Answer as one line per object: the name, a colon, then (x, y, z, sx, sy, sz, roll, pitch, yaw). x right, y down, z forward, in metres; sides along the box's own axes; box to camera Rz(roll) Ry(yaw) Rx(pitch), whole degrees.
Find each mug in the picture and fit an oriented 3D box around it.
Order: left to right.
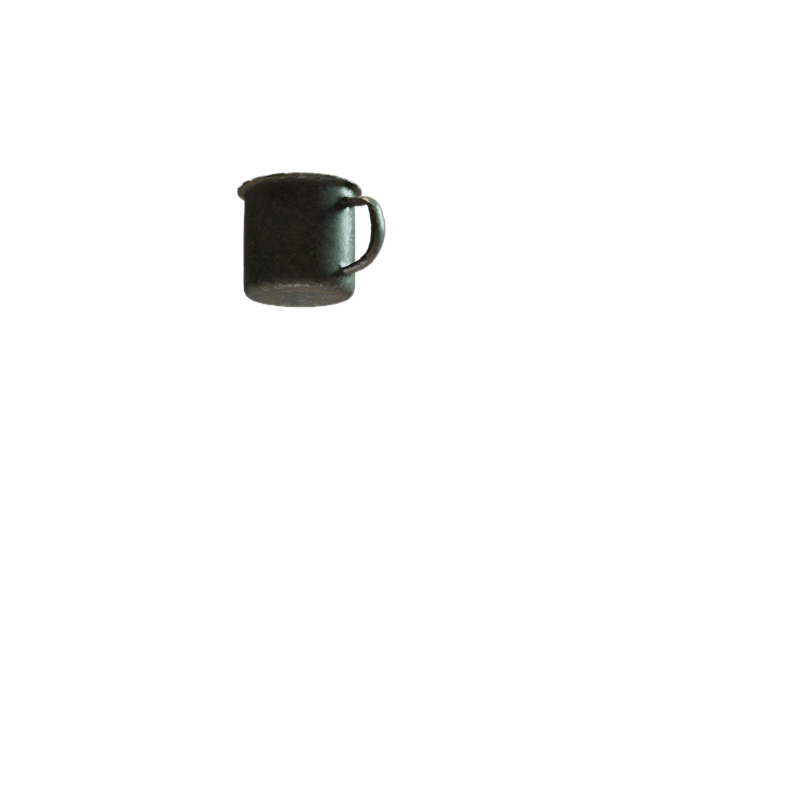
mug: (-0.063, -0.115, 0.807, 0.120, 0.084, 0.088, -5, -11, 28)
